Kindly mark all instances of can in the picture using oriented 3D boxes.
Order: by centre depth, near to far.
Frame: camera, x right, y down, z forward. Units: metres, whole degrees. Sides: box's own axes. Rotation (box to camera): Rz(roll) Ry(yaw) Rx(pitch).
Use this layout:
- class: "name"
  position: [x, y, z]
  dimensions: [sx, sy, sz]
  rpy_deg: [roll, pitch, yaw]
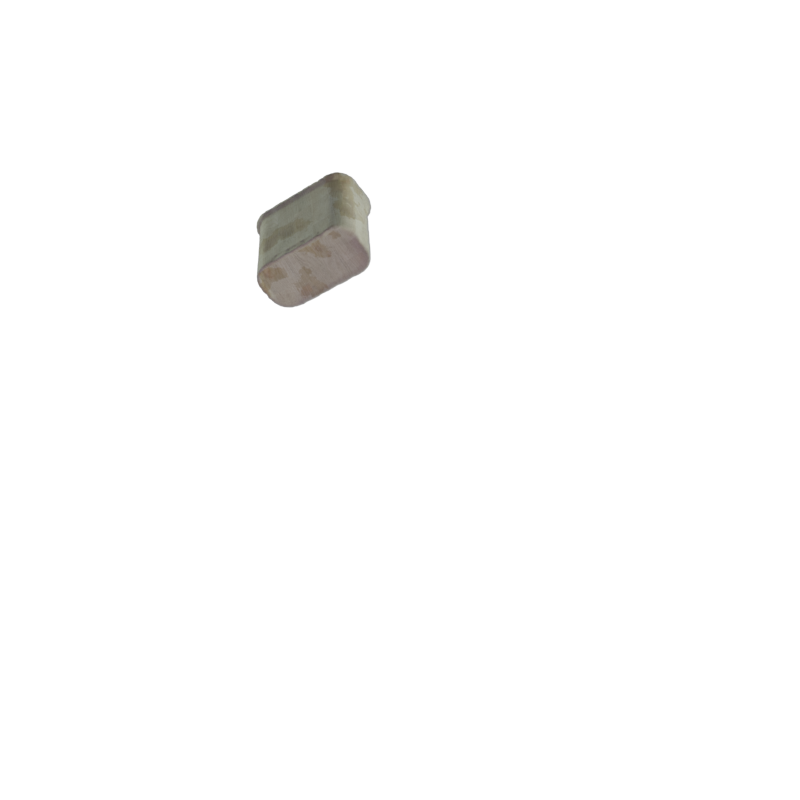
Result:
- class: "can"
  position: [-0.074, -0.135, 0.947]
  dimensions: [0.102, 0.054, 0.090]
  rpy_deg: [-28, 34, 18]
